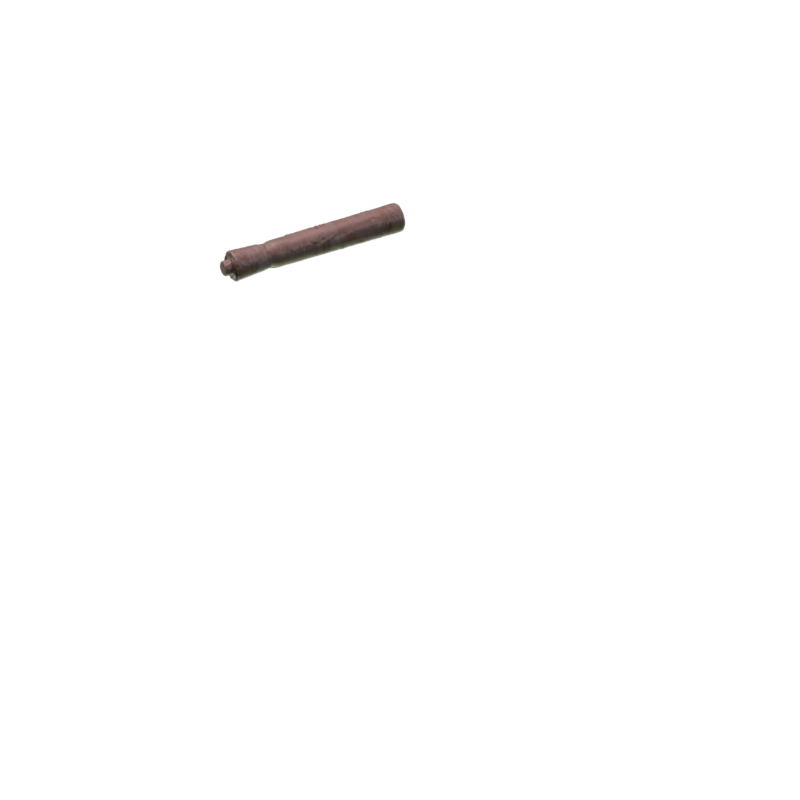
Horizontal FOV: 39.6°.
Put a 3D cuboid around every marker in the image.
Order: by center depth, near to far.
[{"bbox_3d":[-0.052,-0.095,0.667,0.119,0.019,0.020,-20,13,-25],"label":"marker"}]
